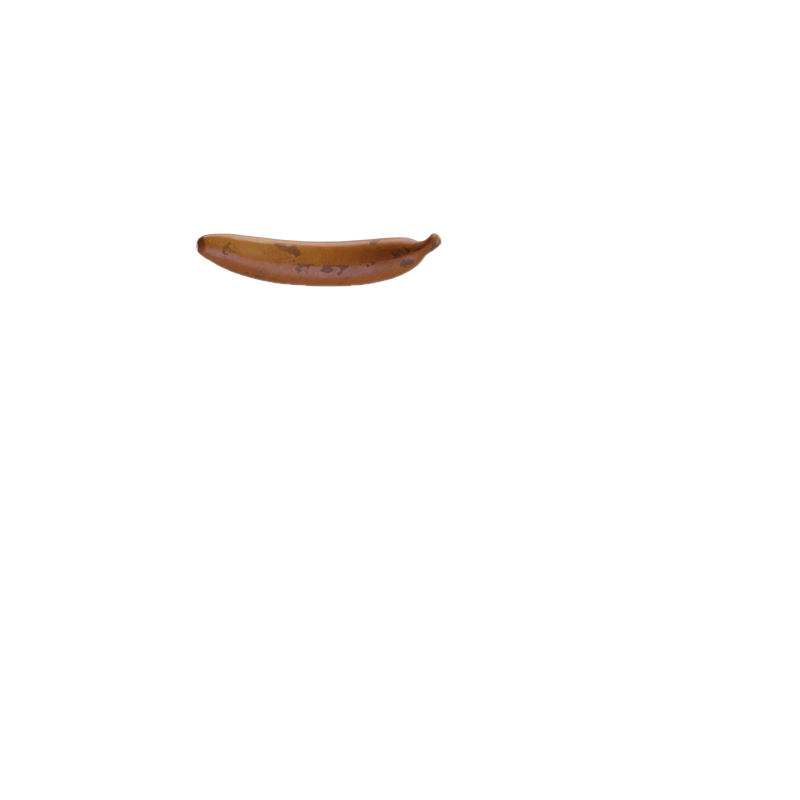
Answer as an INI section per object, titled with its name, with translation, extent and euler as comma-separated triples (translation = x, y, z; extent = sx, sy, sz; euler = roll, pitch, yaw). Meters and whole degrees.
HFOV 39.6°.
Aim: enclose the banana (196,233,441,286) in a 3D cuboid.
[banana]
translation = -0.067, -0.121, 0.918
extent = 0.198, 0.039, 0.065
euler = -2, -31, 3
